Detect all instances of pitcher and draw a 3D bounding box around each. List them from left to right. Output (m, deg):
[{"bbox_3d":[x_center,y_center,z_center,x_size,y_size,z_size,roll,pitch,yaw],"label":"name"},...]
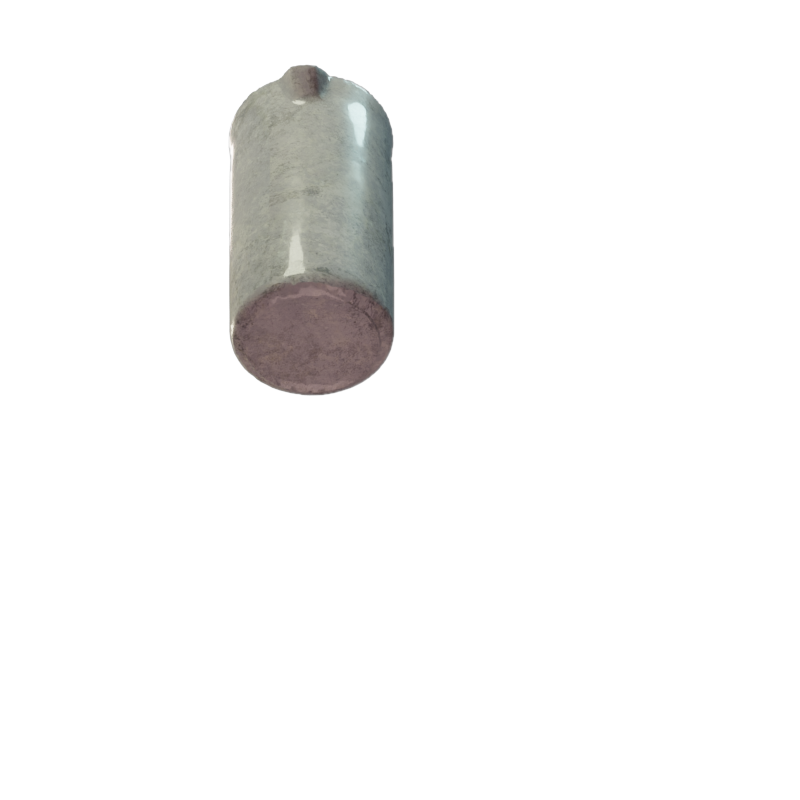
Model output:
[{"bbox_3d":[-0.064,-0.117,0.817,0.140,0.261,0.143,34,-57,-30],"label":"pitcher"}]
